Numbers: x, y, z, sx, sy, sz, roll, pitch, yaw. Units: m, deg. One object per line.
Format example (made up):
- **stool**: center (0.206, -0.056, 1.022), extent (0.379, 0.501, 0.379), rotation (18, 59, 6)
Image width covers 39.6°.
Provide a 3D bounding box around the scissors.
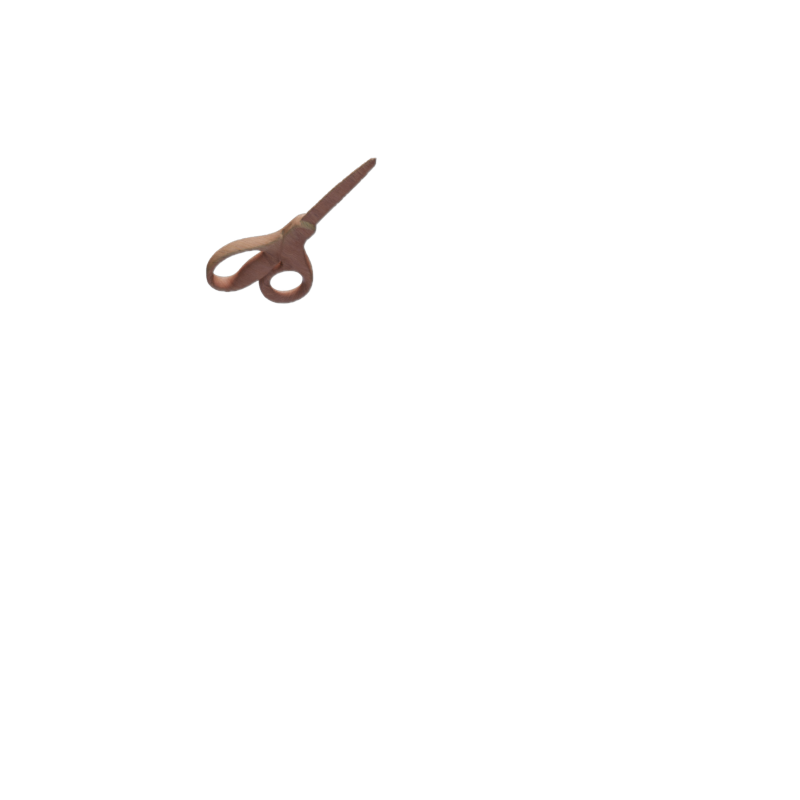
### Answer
- **scissors**: center (-0.069, -0.125, 0.876), extent (0.203, 0.017, 0.090), rotation (-22, -37, 33)
